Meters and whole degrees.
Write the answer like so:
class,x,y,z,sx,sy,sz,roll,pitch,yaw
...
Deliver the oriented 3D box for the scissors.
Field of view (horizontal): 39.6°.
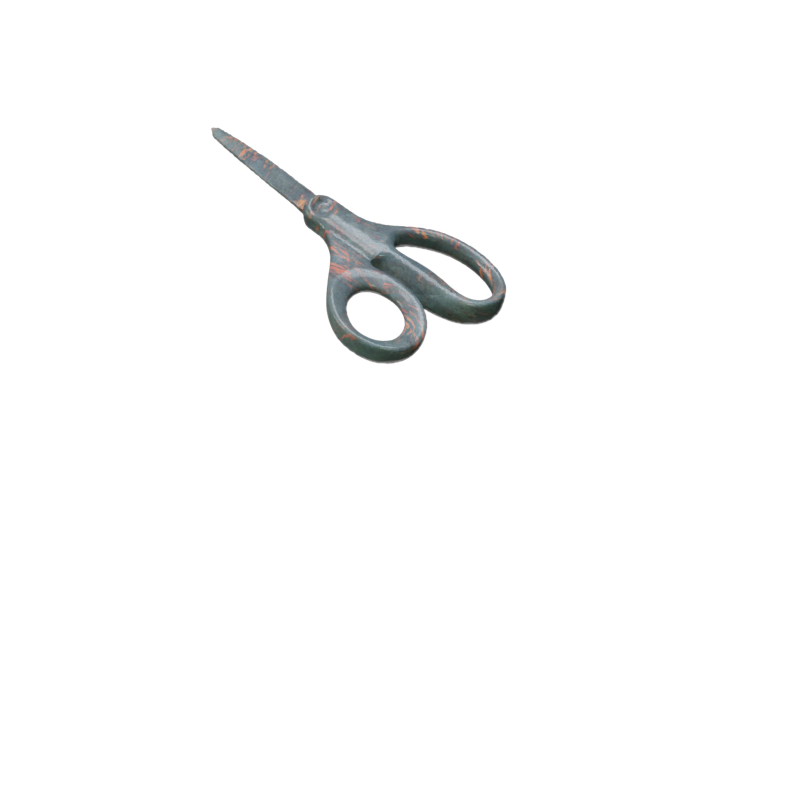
class,x,y,z,sx,sy,sz,roll,pitch,yaw
scissors,-0.045,-0.081,0.570,0.212,0.015,0.098,27,53,22
